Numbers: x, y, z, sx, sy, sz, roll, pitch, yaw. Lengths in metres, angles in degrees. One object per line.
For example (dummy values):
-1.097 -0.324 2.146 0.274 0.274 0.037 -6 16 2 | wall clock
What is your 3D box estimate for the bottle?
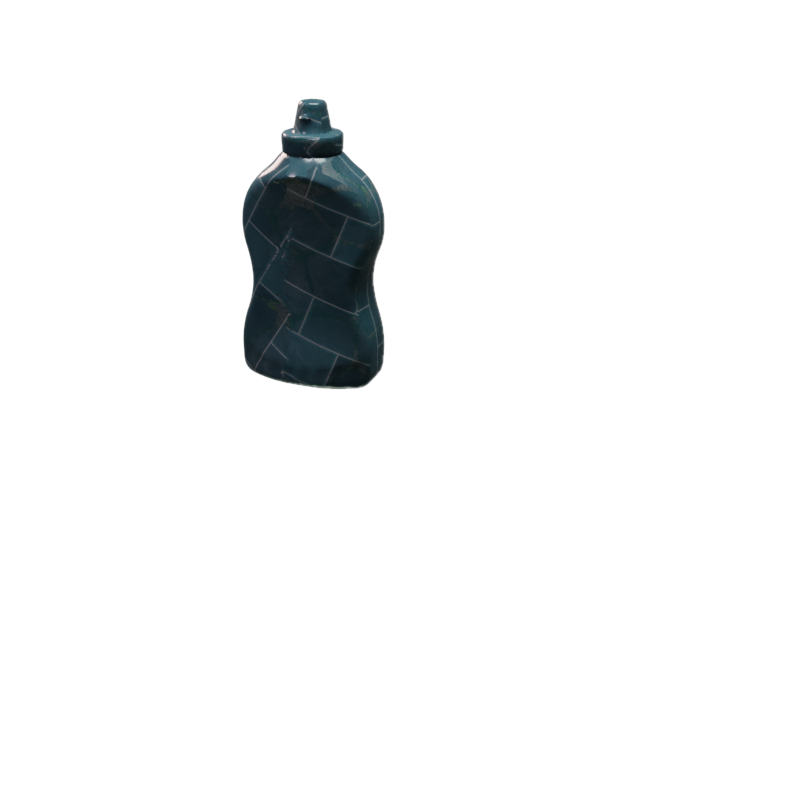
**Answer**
-0.059 -0.107 0.747 0.099 0.184 0.059 9 19 21 | bottle
